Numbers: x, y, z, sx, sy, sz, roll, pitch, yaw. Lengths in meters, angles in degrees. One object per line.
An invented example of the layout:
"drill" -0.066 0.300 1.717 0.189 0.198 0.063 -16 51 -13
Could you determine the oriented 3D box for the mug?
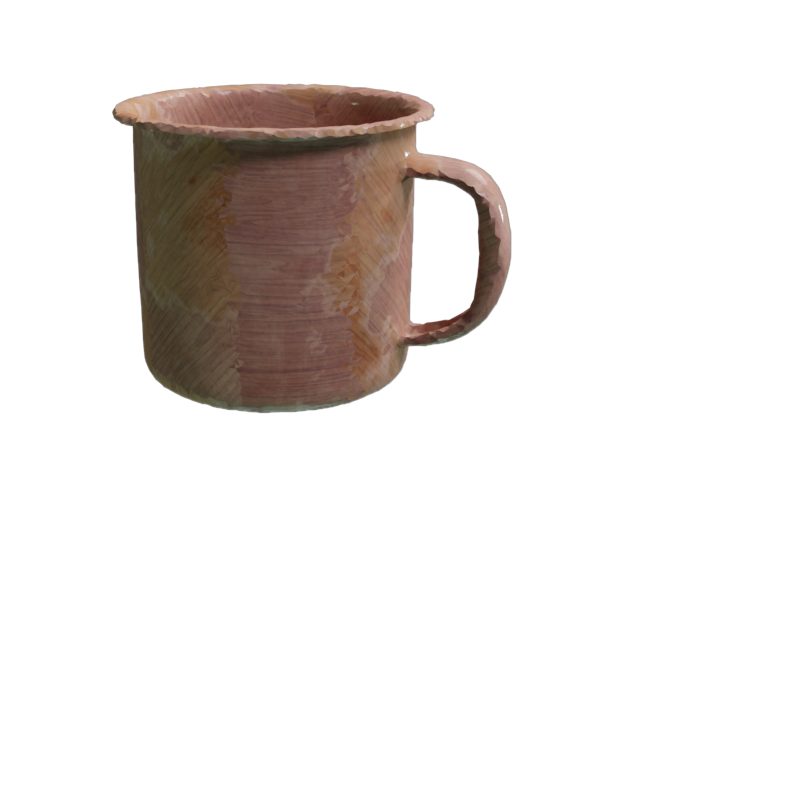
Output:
"mug" -0.026 -0.047 0.328 0.120 0.078 0.095 6 21 15
